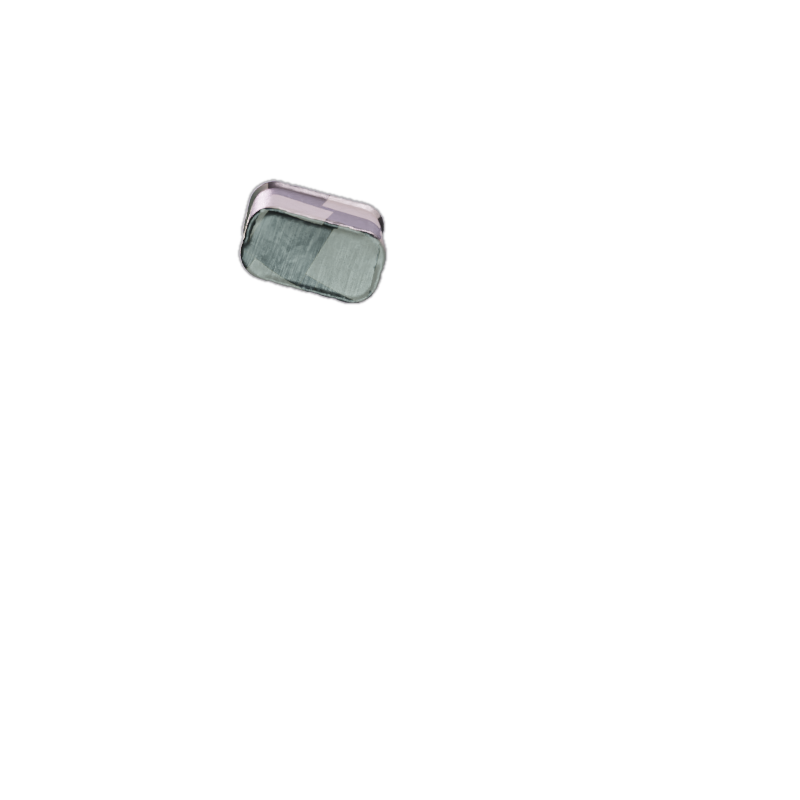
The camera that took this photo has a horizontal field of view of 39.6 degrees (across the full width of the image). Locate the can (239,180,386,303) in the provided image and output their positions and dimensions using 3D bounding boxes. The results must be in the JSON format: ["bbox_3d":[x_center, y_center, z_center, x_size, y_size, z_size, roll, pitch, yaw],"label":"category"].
[{"bbox_3d":[-0.061,-0.111,0.775,0.101,0.056,0.087,14,17,-6],"label":"can"}]
